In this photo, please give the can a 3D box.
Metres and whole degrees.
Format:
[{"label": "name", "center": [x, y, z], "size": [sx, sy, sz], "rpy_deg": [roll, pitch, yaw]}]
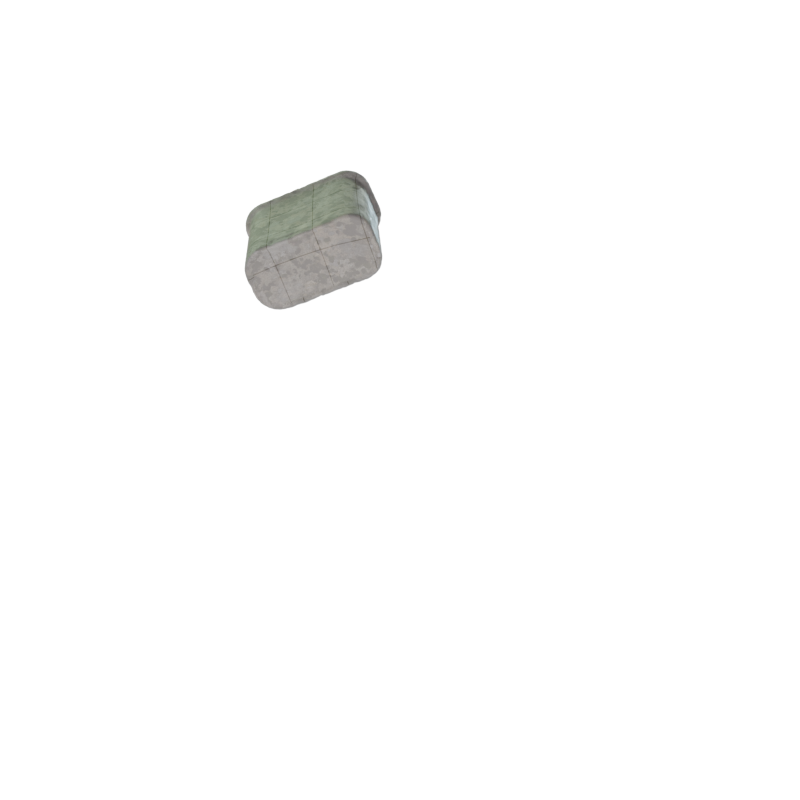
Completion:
[{"label": "can", "center": [-0.064, -0.116, 0.816], "size": [0.102, 0.054, 0.089], "rpy_deg": [-21, 28, 9]}]
